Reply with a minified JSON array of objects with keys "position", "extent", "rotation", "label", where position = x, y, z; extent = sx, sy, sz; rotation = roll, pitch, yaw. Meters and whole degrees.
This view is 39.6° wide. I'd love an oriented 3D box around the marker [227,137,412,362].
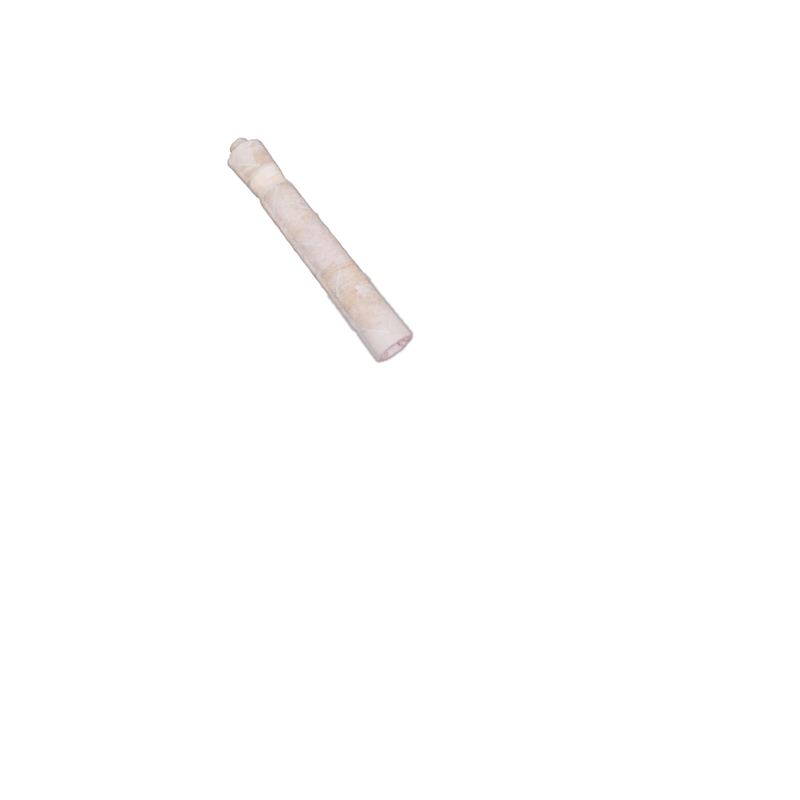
[{"position":[-0.038,-0.069,0.485],"extent":[0.020,0.127,0.019],"rotation":[-32,-20,-13],"label":"marker"}]
